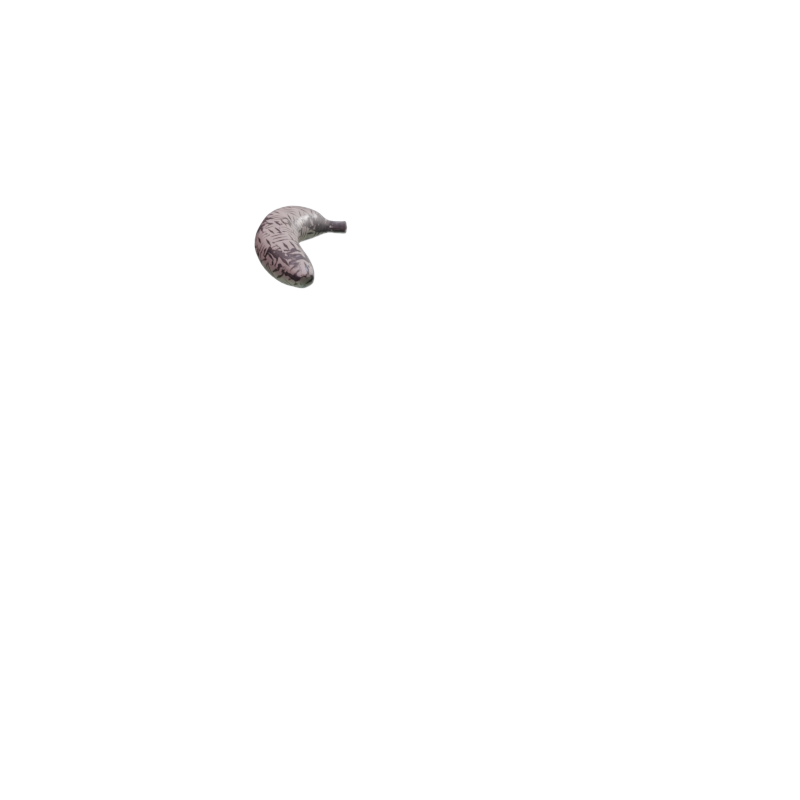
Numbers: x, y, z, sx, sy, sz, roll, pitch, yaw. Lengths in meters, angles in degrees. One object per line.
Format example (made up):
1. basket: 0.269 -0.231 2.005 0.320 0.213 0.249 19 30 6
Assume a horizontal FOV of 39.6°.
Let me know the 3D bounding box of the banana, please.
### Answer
1. banana: -0.093 -0.141 0.971 0.070 0.035 0.204 3 23 6
